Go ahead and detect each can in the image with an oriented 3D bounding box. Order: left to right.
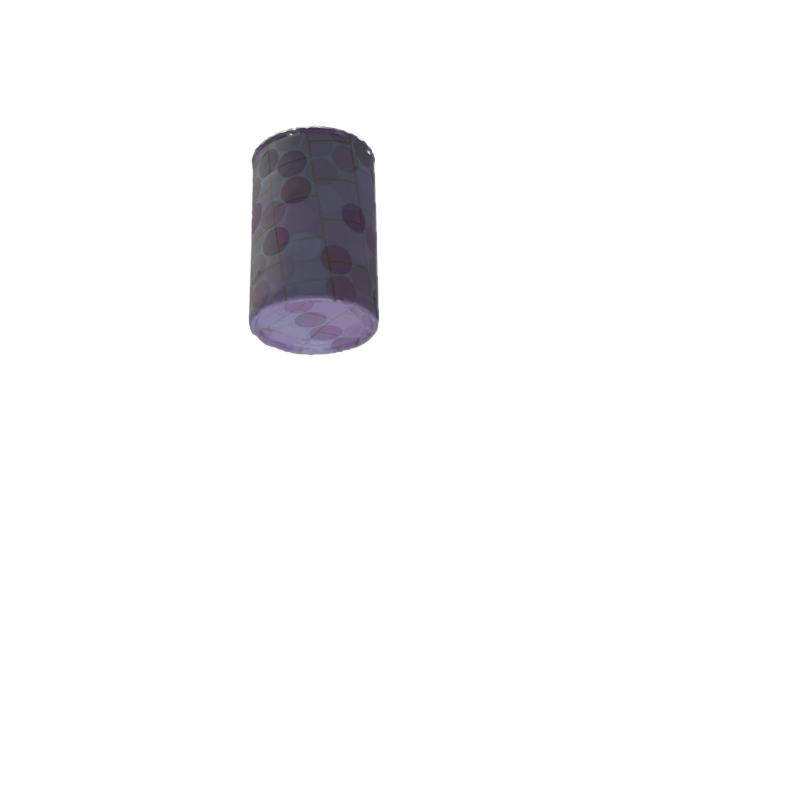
[{"bbox_3d":[-0.046,-0.083,0.584,0.068,0.109,0.065,0,-27,-2],"label":"can"}]
